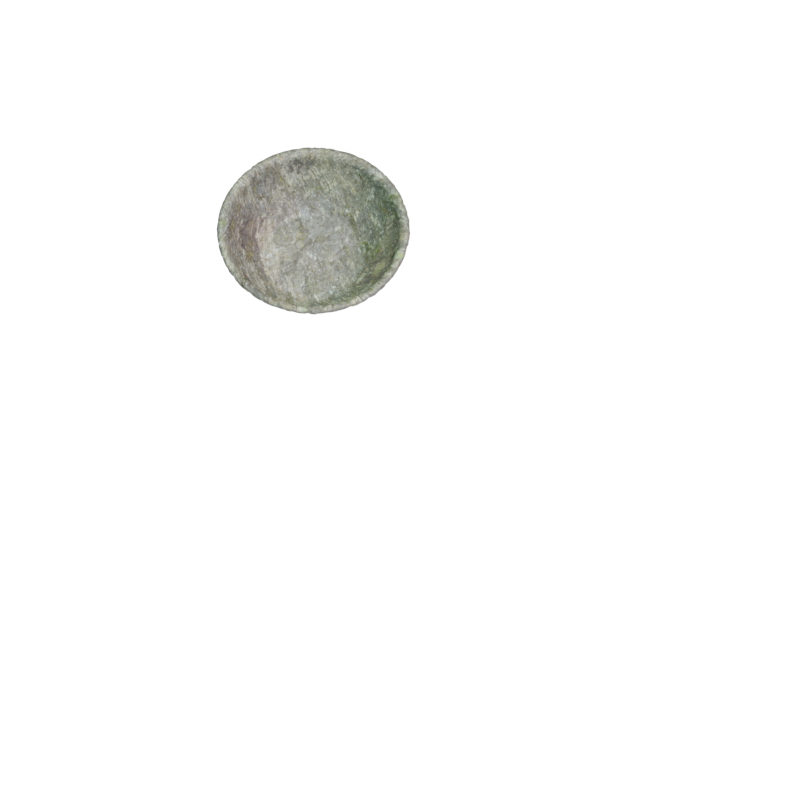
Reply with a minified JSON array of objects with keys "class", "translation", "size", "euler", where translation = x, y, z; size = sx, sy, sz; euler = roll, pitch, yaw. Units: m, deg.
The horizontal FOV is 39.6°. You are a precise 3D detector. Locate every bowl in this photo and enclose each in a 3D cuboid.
[{"class":"bowl","translation":[-0.074,-0.136,0.950],"size":[0.162,0.172,0.052],"euler":[-1,-27,-1]}]
